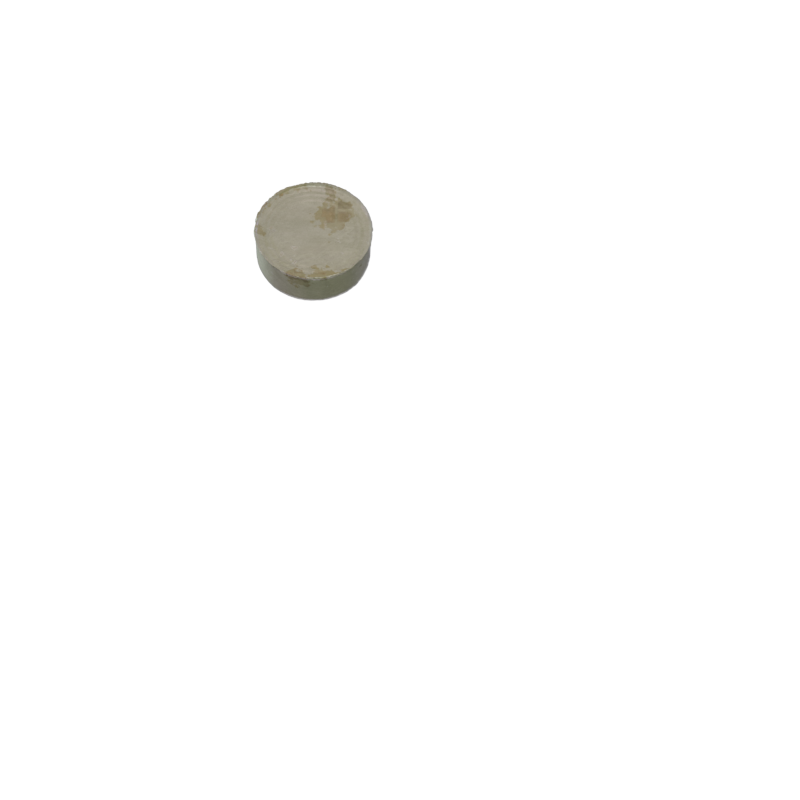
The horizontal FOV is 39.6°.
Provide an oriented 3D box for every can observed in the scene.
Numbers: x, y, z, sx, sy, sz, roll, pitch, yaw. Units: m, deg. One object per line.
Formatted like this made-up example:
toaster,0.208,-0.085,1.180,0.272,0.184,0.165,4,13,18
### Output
can,-0.063,-0.116,0.810,0.086,0.092,0.031,-1,-32,-1
